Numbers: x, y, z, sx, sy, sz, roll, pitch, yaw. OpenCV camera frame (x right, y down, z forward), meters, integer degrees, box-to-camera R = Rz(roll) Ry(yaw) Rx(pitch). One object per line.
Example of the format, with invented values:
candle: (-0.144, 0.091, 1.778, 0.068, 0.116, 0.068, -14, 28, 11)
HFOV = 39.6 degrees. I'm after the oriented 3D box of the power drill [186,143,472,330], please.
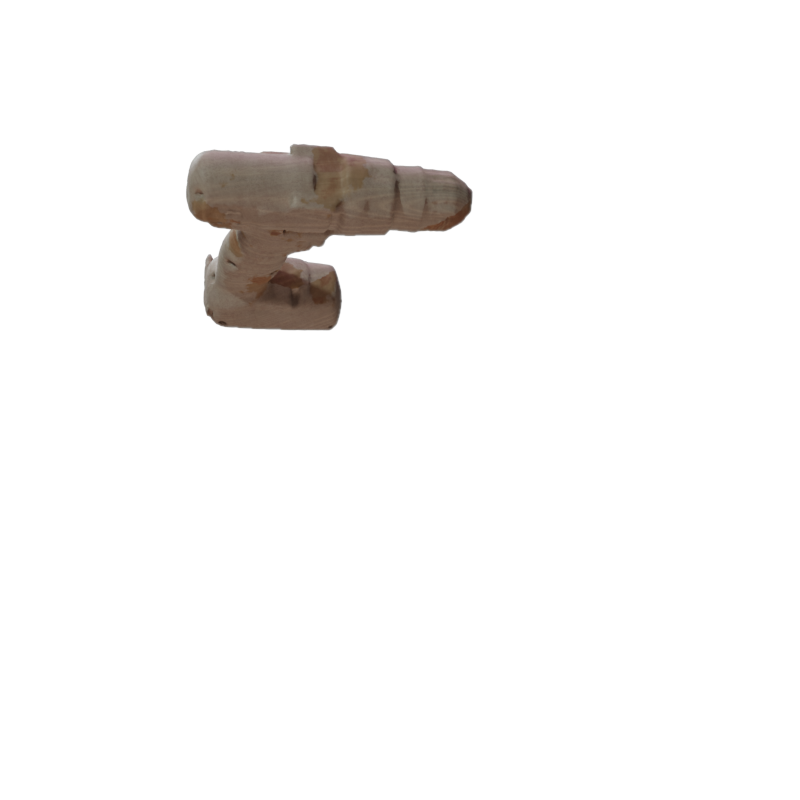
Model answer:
power drill: (-0.060, -0.110, 0.767, 0.182, 0.061, 0.180, 5, -24, -11)
